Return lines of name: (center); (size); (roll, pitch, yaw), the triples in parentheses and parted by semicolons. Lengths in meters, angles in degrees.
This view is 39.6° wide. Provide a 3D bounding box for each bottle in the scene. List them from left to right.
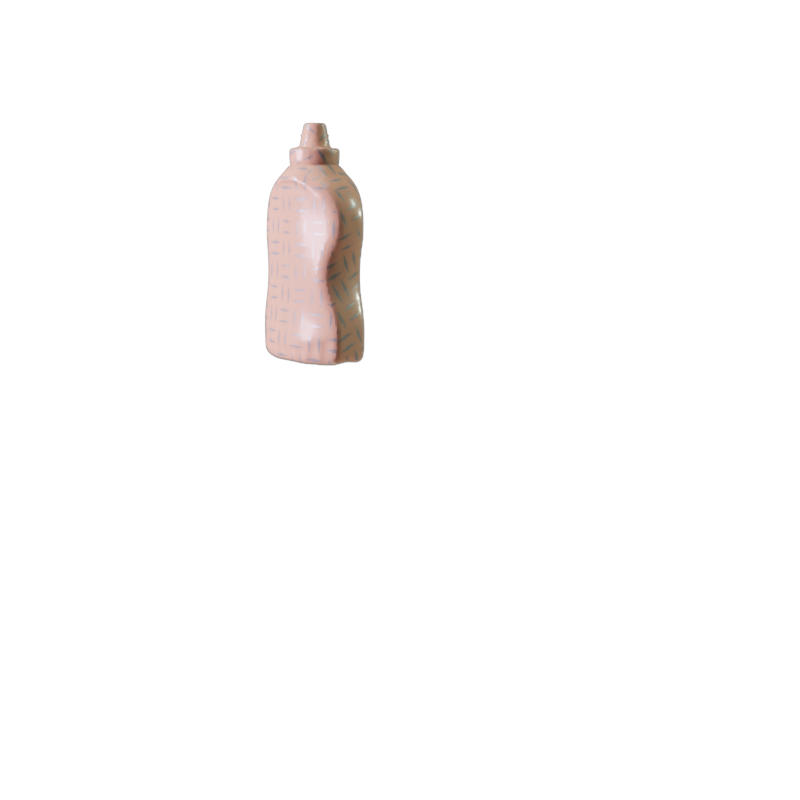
bottle: (-0.070, -0.129, 0.901); (0.056, 0.190, 0.100); (-3, 6, -39)
